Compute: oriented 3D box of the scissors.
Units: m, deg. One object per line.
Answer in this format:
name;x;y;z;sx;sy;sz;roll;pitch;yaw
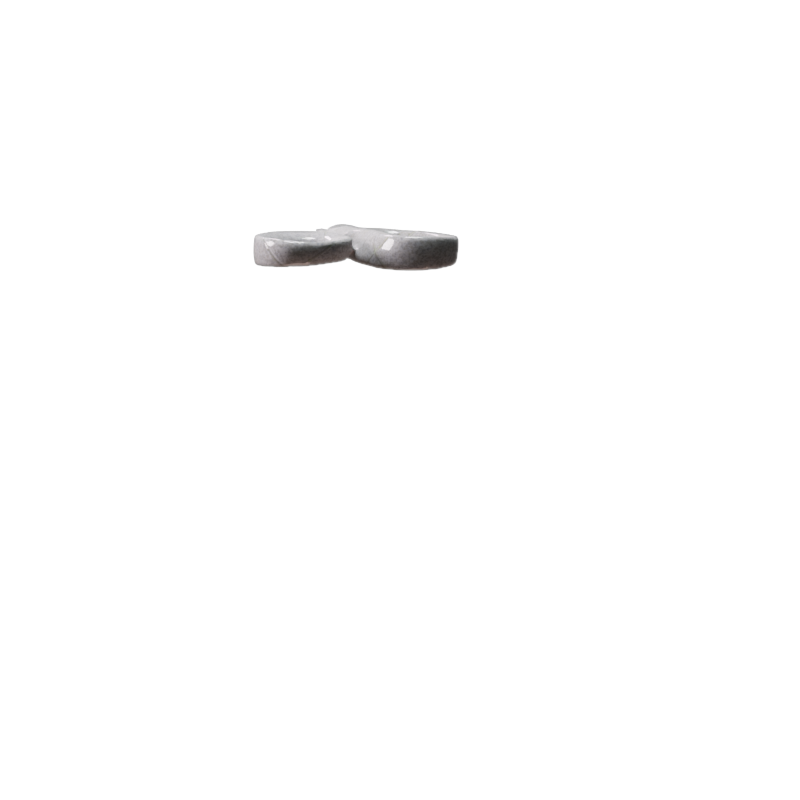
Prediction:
scissors;-0.042;-0.077;0.540;0.094;0.015;0.210;-5;12;-24
